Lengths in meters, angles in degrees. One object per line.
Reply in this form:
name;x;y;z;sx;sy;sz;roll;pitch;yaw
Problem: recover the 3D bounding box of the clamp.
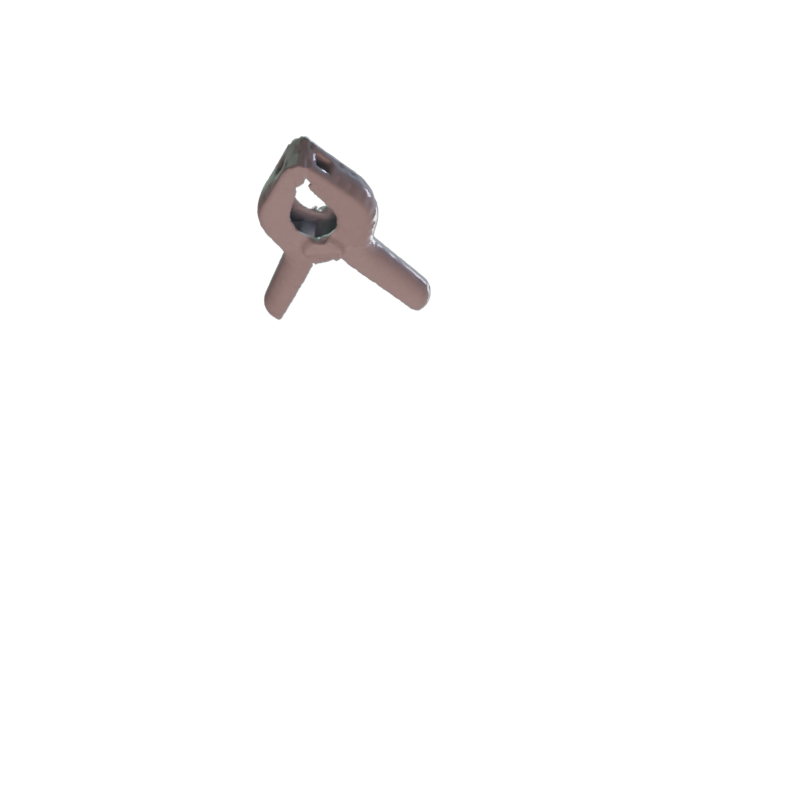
clamp;-0.059;-0.107;0.752;0.121;0.042;0.158;-13;-41;15
